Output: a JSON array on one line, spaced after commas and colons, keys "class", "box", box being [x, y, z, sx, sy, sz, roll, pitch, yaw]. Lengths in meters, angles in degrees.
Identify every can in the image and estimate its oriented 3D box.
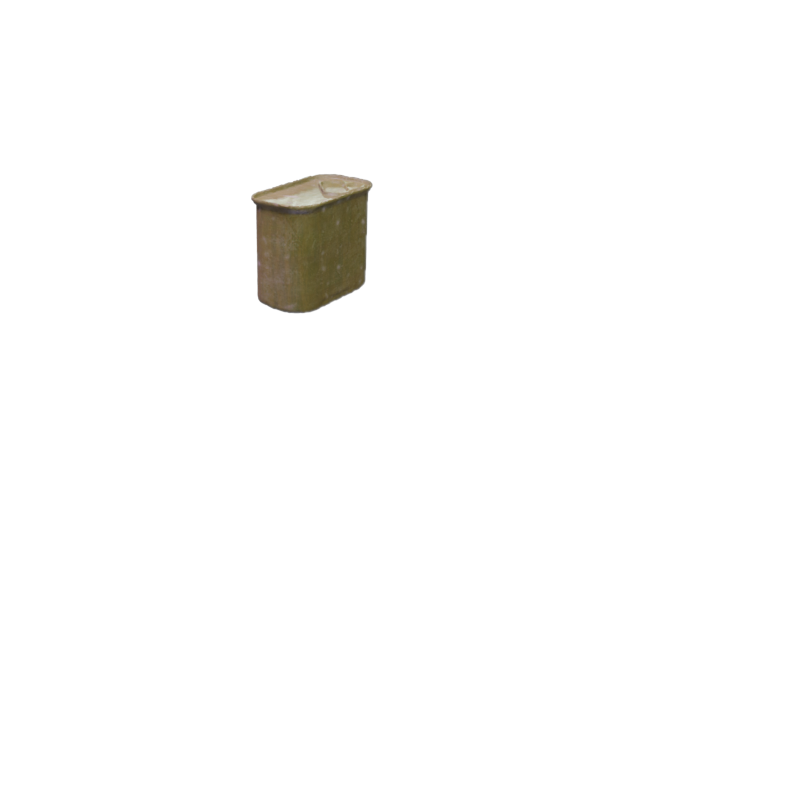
[{"class": "can", "box": [-0.066, -0.121, 0.848, 0.060, 0.080, 0.101, 13, 25, 31]}]
